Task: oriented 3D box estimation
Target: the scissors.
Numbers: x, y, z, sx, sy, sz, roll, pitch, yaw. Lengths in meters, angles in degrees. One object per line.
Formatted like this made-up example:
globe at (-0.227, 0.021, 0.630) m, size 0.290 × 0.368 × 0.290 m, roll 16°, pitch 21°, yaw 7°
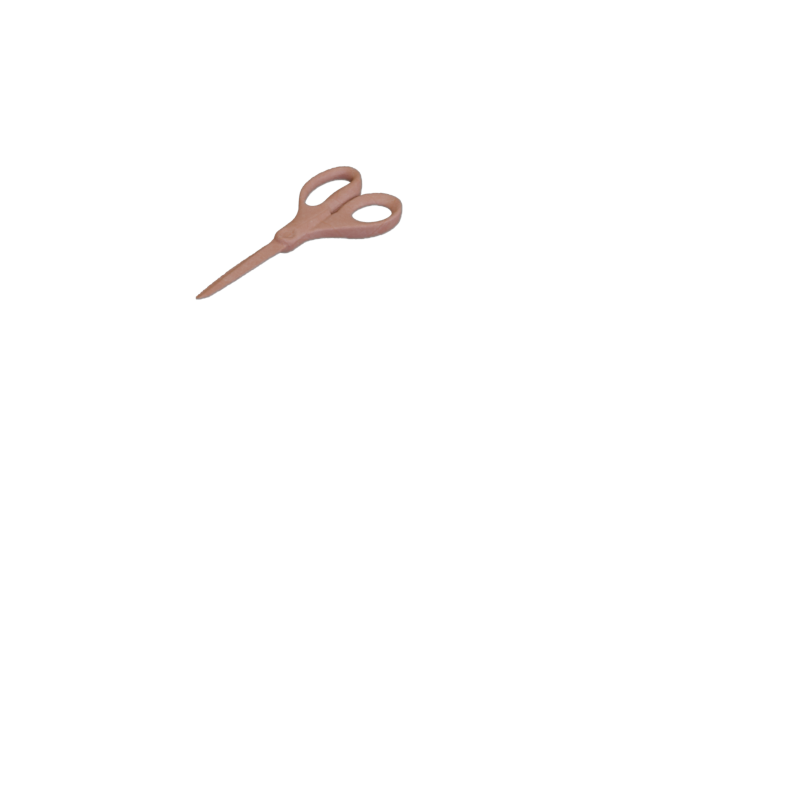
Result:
scissors at (-0.068, -0.124, 0.871) m, size 0.100 × 0.015 × 0.209 m, roll 16°, pitch 45°, yaw 17°
